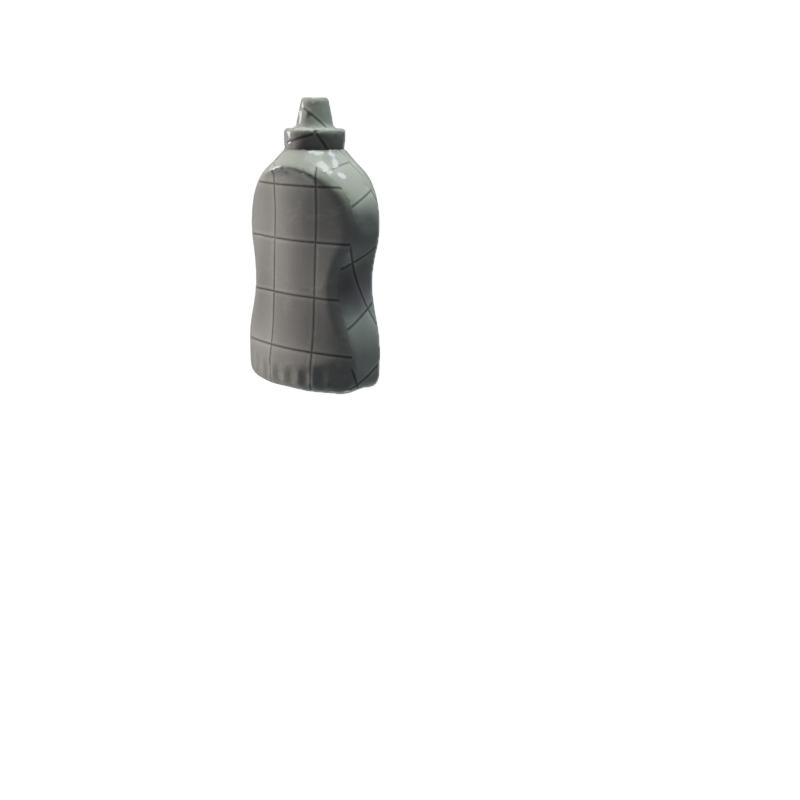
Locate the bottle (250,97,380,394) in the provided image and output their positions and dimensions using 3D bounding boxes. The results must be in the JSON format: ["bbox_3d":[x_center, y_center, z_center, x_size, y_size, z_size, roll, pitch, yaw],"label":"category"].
[{"bbox_3d":[-0.058,-0.106,0.744,0.101,0.188,0.057,9,11,42],"label":"bottle"}]
